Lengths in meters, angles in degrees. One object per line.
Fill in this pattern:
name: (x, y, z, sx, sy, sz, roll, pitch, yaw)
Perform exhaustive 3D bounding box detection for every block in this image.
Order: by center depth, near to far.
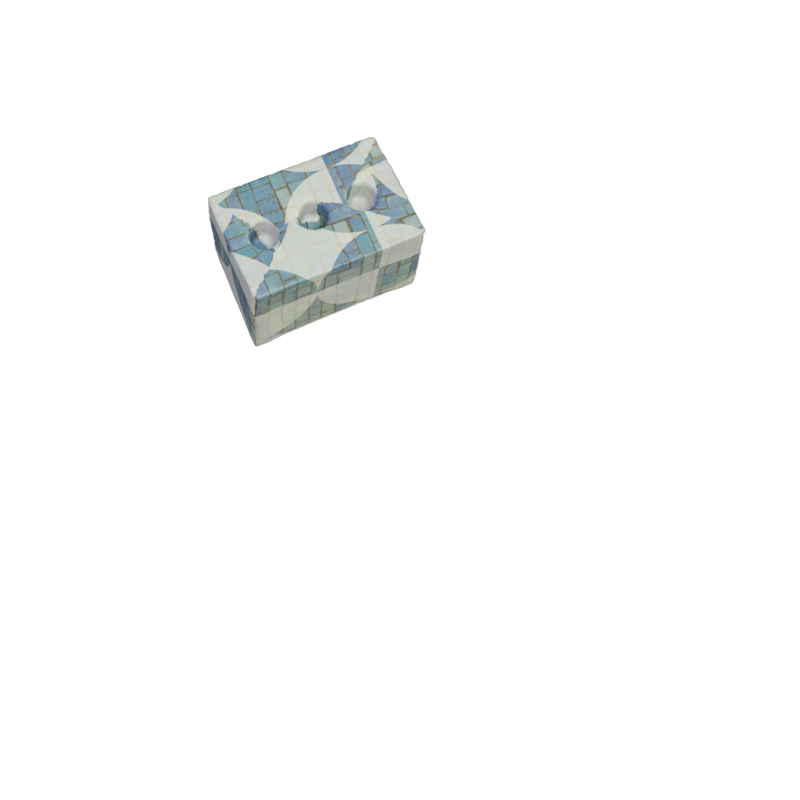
block: (-0.037, -0.068, 0.474, 0.078, 0.056, 0.049, -23, -19, -11)
